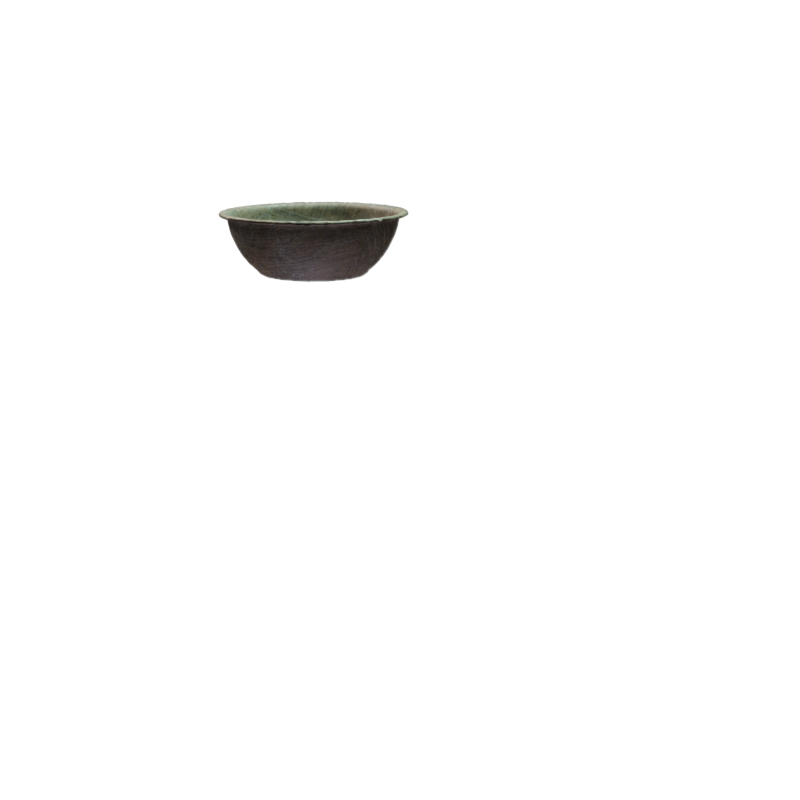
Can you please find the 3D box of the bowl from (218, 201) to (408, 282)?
[{"bbox_3d":[-0.074,-0.135,0.947,0.162,0.054,0.167,0,15,-2],"label":"bowl"}]
